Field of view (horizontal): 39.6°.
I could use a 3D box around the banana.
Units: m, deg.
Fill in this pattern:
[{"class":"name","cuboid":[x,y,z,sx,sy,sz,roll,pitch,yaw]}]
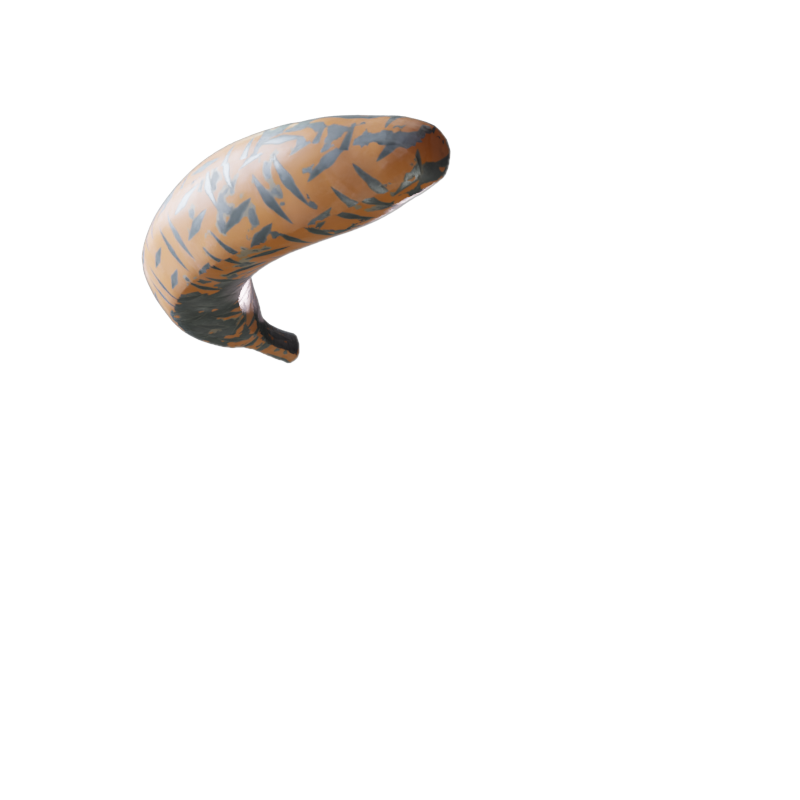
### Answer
[{"class":"banana","cuboid":[-0.047,-0.051,0.359,0.068,0.038,0.195,3,-12,-16]}]
